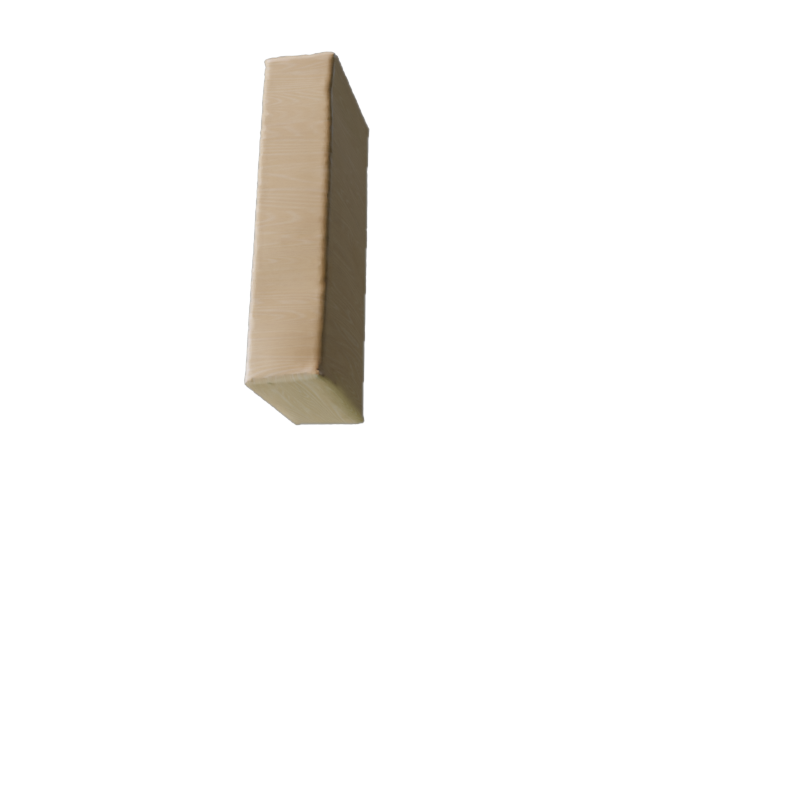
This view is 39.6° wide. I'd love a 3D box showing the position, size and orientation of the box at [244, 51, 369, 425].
[{"bbox_3d":[-0.046,-0.083,0.584,0.049,0.185,0.088,-6,-21,10],"label":"box"}]
